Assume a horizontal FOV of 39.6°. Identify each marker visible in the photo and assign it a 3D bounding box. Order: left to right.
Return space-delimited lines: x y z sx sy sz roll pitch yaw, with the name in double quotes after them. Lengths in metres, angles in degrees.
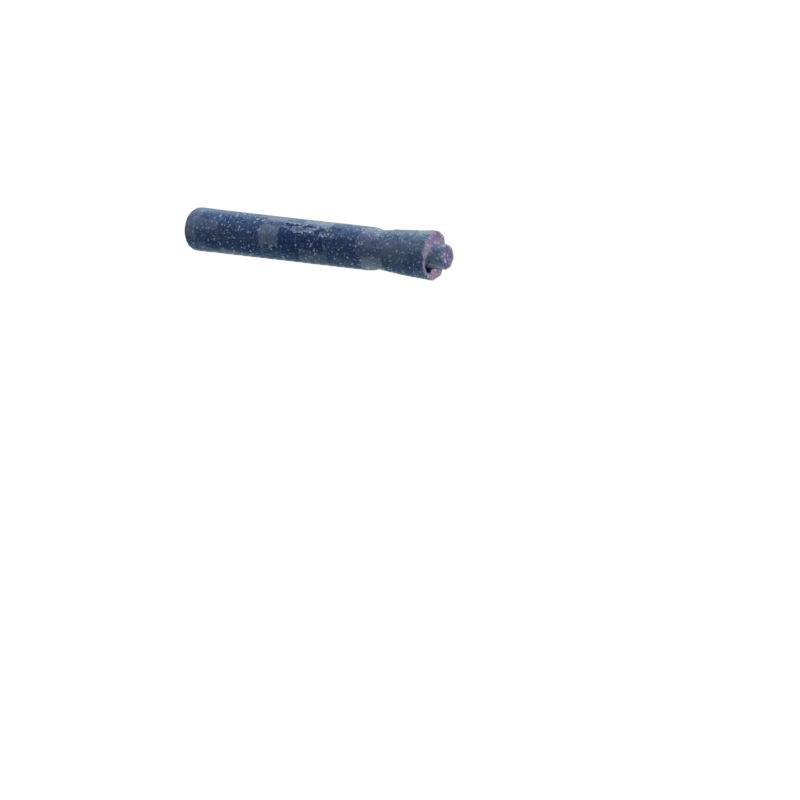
-0.034 -0.063 0.441 0.127 0.019 0.019 11 9 33 "marker"
